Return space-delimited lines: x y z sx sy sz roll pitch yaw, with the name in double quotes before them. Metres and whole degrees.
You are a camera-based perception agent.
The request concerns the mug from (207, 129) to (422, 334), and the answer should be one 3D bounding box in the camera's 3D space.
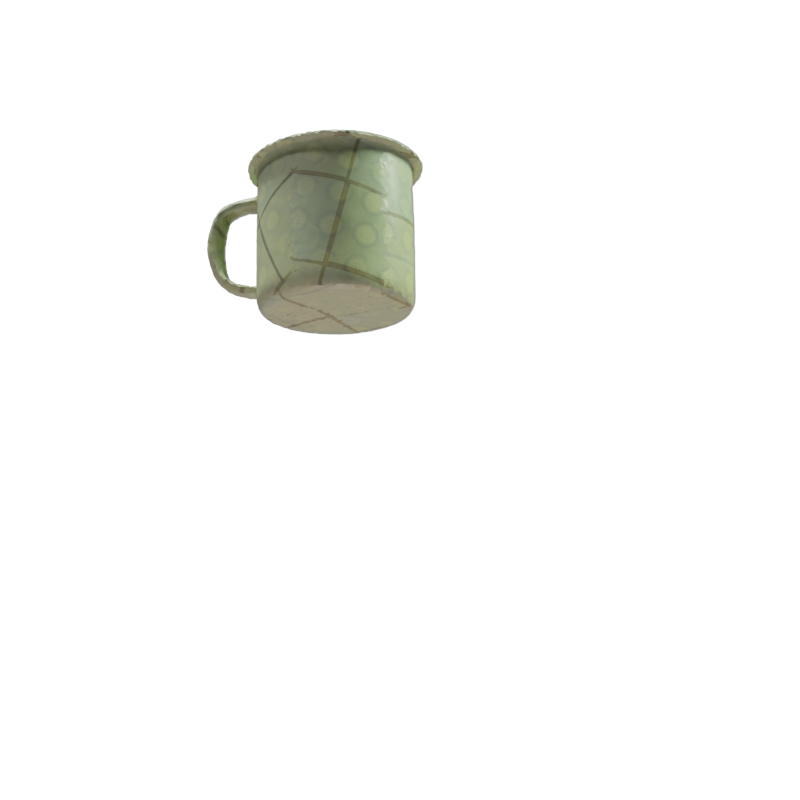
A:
"mug" -0.045 -0.083 0.580 0.119 0.085 0.088 -4 -18 12
